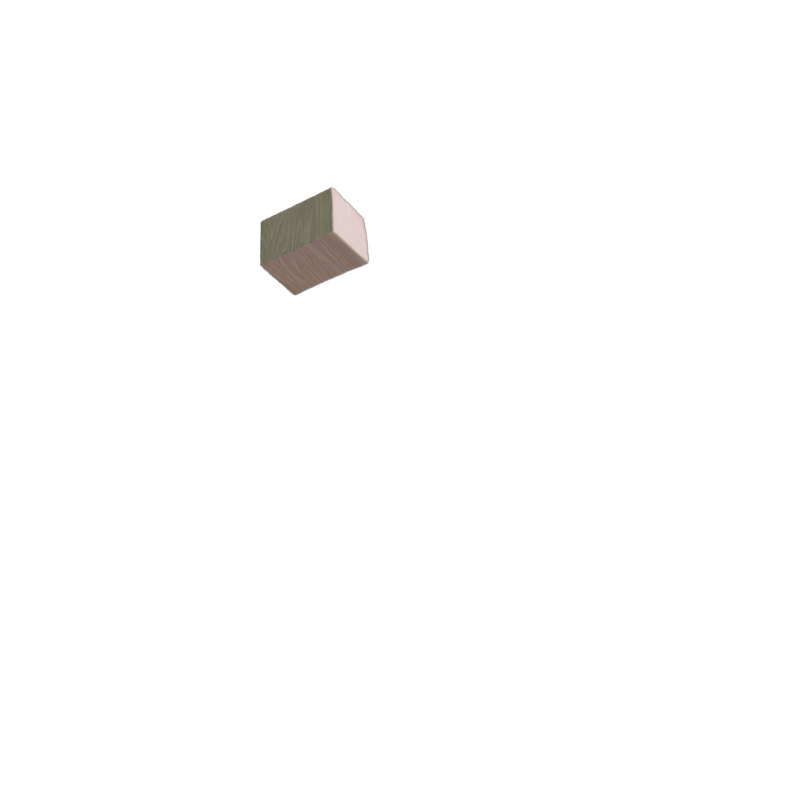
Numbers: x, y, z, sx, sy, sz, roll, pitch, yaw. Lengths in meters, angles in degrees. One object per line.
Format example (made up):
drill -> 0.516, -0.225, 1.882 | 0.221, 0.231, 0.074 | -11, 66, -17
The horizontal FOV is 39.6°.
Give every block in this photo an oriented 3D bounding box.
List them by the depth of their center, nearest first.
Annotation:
block -> -0.073, -0.133, 0.934 | 0.078, 0.055, 0.049 | -21, -40, 25
